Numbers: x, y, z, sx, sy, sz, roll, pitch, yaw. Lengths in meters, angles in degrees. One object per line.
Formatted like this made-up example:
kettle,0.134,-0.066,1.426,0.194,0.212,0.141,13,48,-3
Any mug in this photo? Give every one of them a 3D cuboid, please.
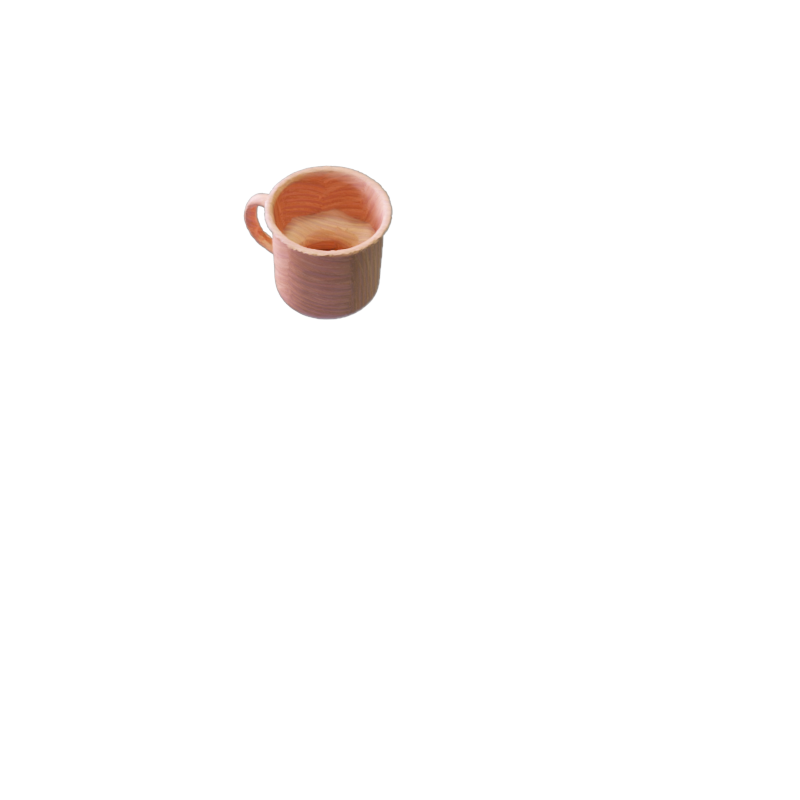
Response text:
mug,-0.065,-0.119,0.832,0.121,0.097,0.076,20,-37,15
